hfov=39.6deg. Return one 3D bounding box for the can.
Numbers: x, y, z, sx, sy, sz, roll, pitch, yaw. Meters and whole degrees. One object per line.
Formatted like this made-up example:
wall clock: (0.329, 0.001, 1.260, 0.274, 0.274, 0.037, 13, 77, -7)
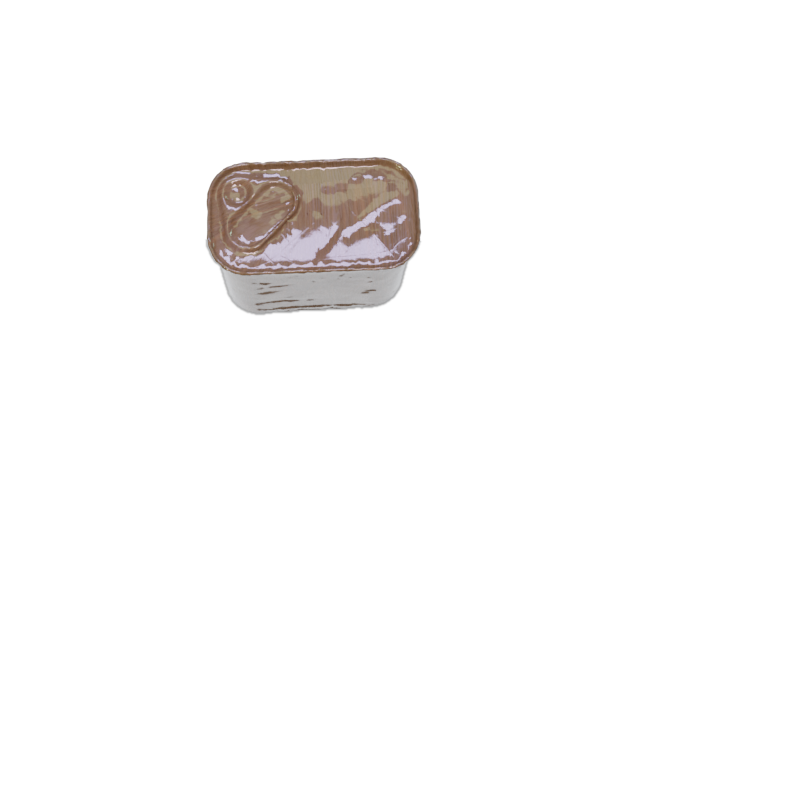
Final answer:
can: (-0.045, -0.081, 0.568, 0.102, 0.060, 0.081, -3, -13, -2)
